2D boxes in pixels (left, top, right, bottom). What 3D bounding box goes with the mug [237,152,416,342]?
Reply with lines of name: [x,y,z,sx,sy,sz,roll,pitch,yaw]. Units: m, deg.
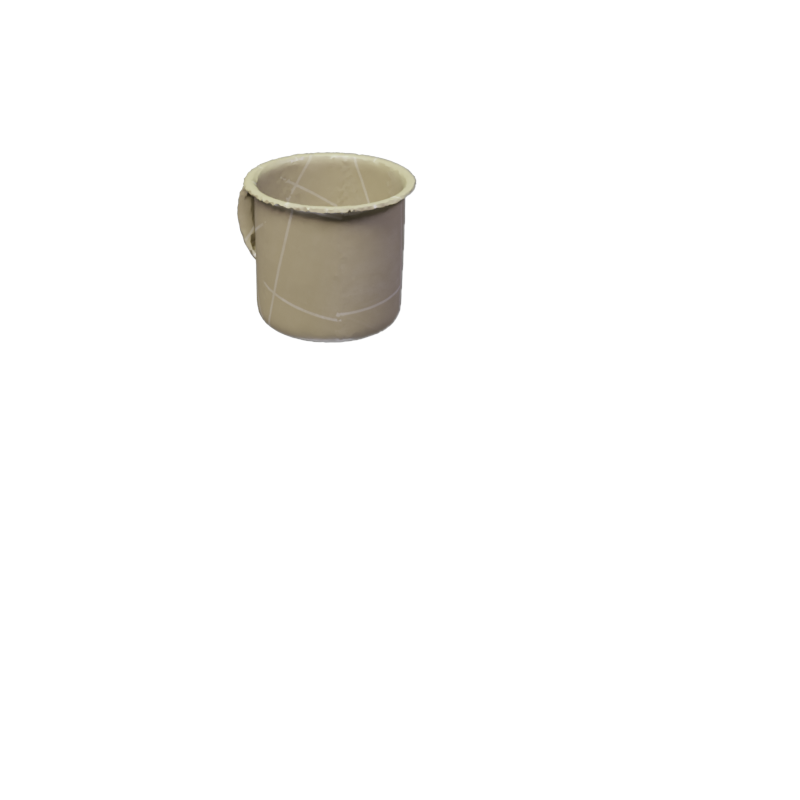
mug: [-0.049,-0.088,0.620,0.124,0.077,0.093,22,34,34]
